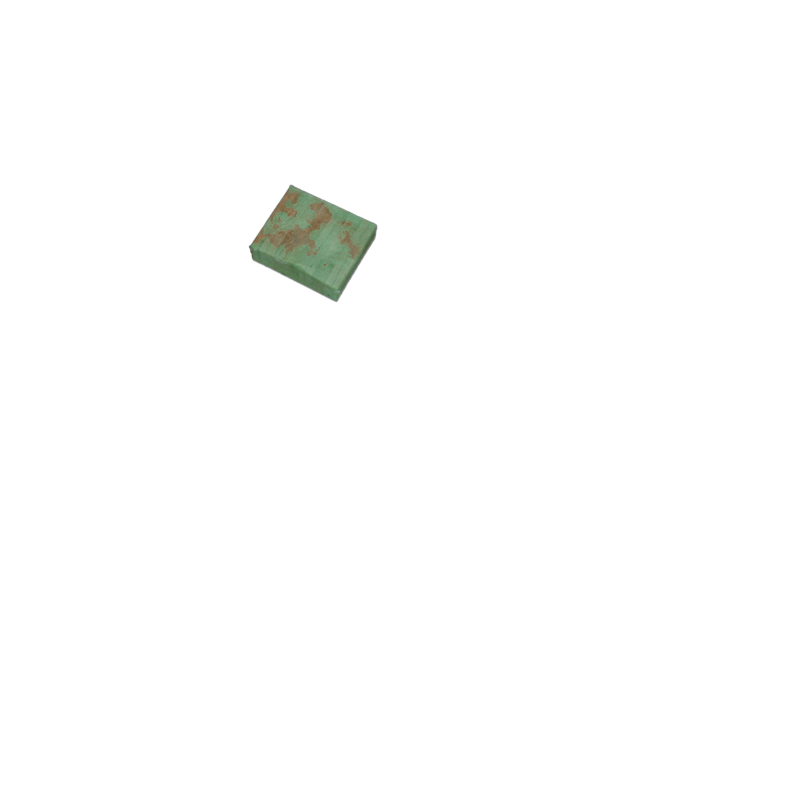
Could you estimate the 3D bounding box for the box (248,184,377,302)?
[{"bbox_3d":[-0.076,-0.138,0.967,0.092,0.075,0.028,26,-24,12],"label":"box"}]
